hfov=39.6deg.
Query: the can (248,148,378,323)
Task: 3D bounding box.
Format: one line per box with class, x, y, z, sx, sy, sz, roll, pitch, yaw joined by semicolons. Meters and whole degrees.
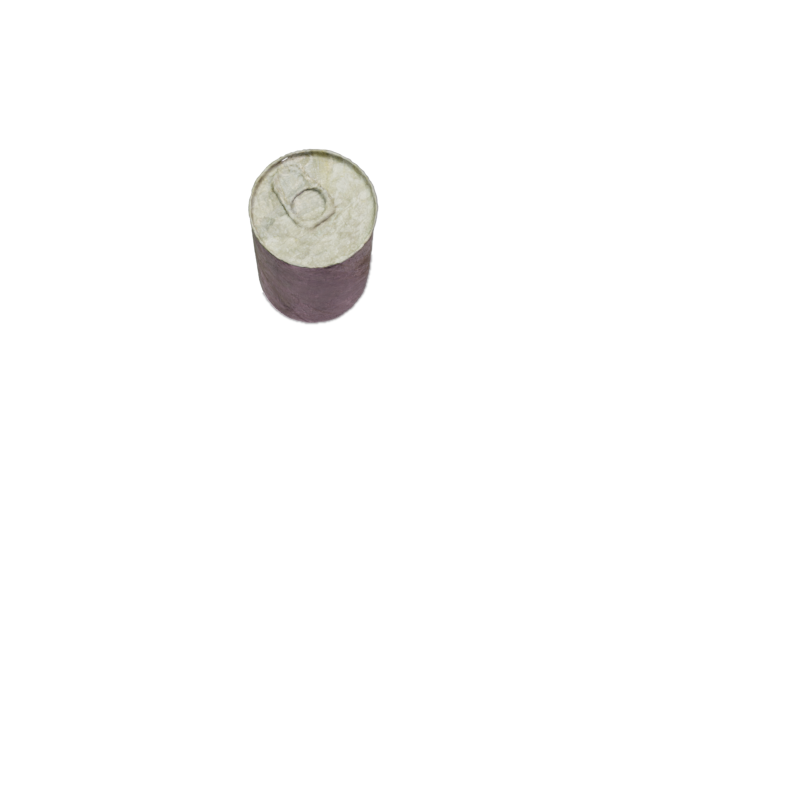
can;-0.049;-0.089;0.625;0.068;0.072;0.098;0;-16;-3
